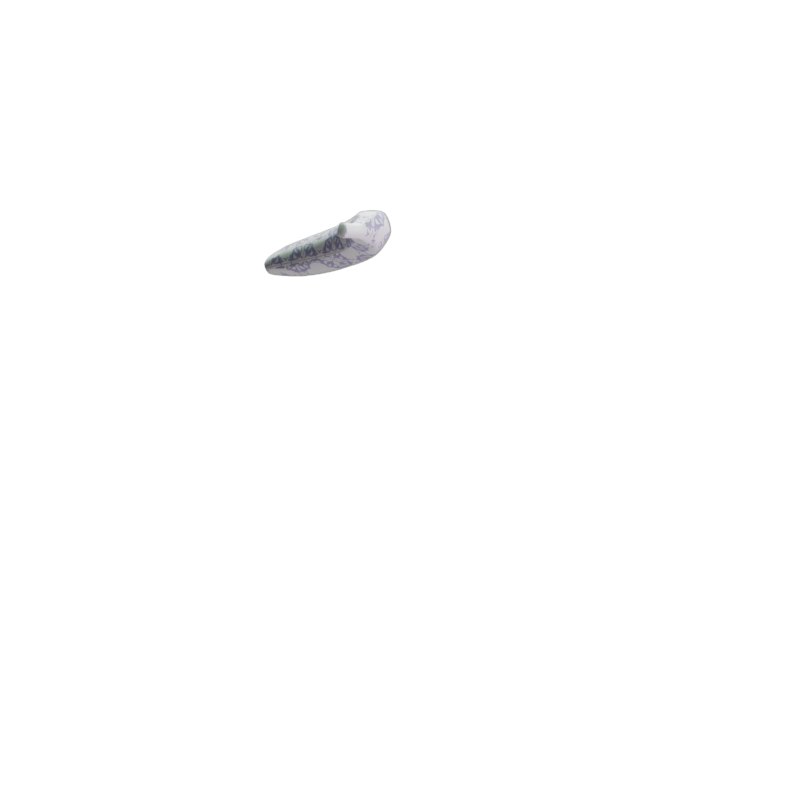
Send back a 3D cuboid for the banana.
[{"bbox_3d":[-0.056,-0.136,0.958,0.067,0.038,0.199,3,-6,-24],"label":"banana"}]
